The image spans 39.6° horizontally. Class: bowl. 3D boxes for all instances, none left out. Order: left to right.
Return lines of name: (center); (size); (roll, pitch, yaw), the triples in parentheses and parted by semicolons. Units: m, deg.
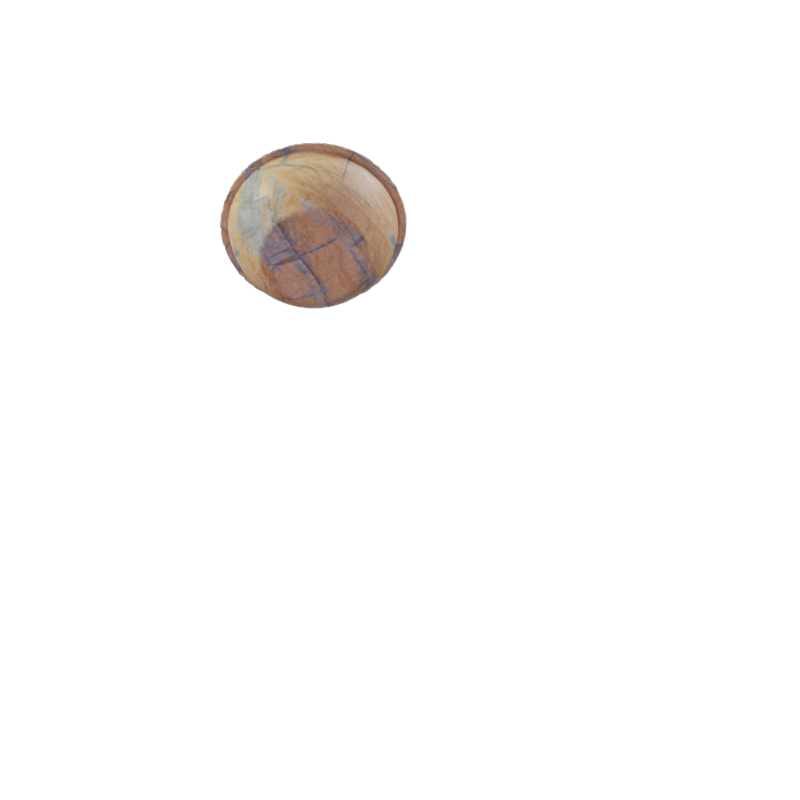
bowl: (-0.074, -0.134, 0.941); (0.162, 0.152, 0.059); (1, 32, -1)
